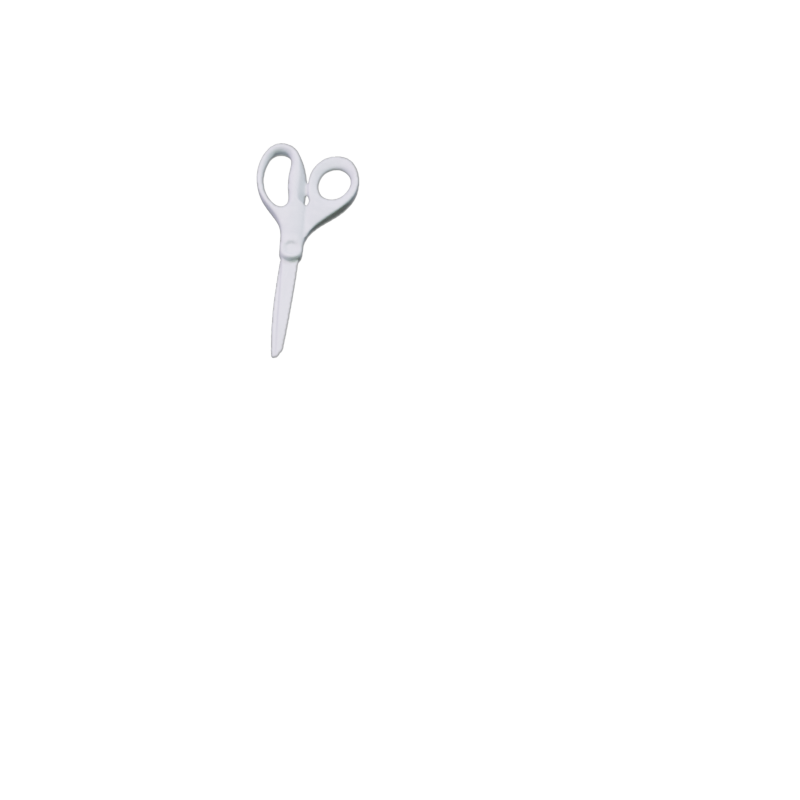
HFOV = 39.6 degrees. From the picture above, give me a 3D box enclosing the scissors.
[{"bbox_3d":[-0.071,-0.130,0.912,0.096,0.216,0.015,-9,-30,-5],"label":"scissors"}]
